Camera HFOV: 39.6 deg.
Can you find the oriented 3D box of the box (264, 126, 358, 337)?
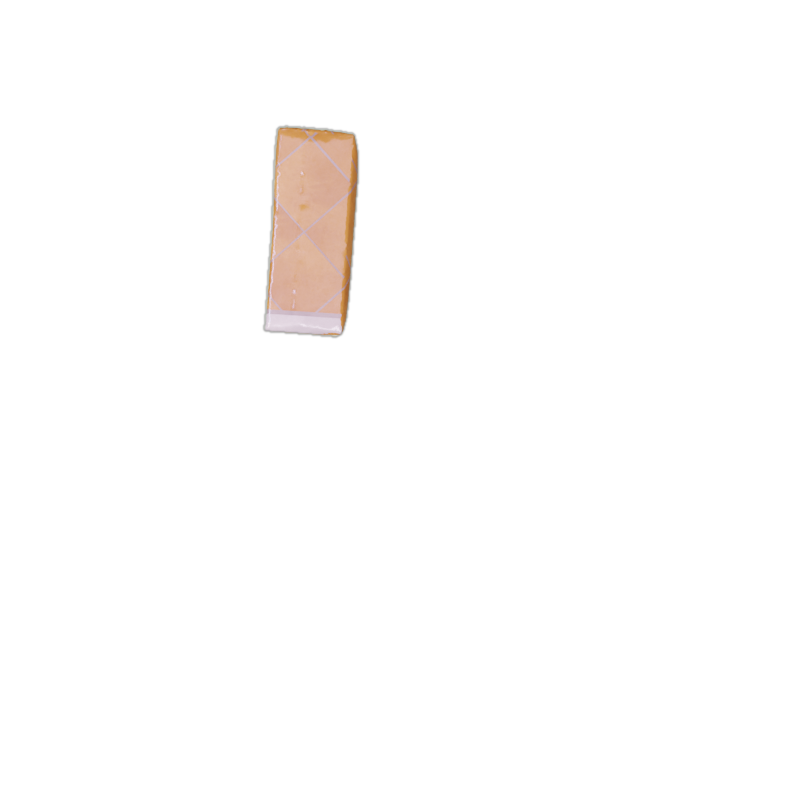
[{"bbox_3d":[-0.076,-0.139,0.975,0.072,0.165,0.214,3,0,-4],"label":"box"}]
